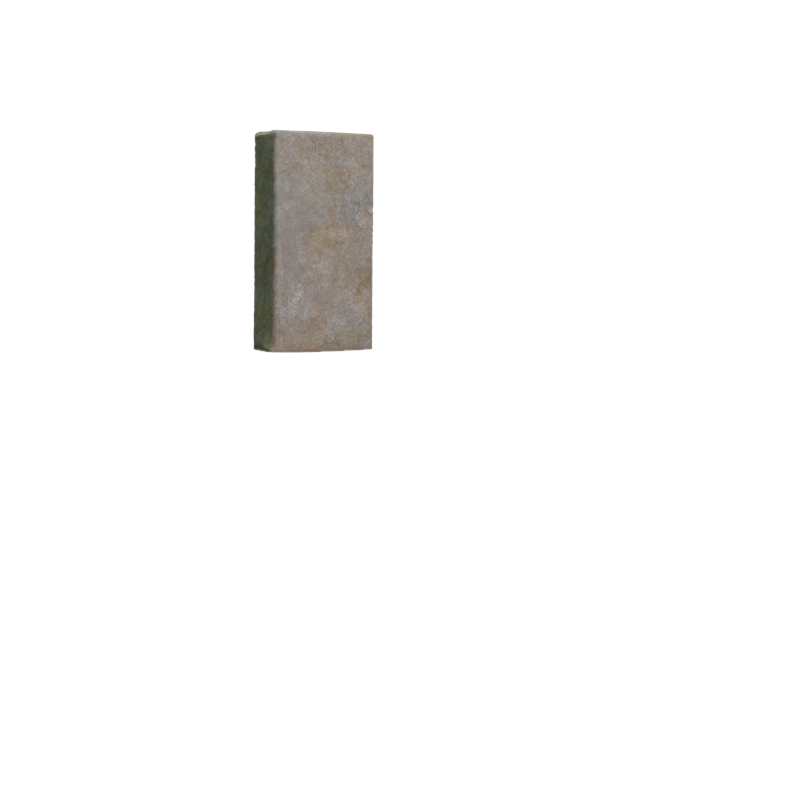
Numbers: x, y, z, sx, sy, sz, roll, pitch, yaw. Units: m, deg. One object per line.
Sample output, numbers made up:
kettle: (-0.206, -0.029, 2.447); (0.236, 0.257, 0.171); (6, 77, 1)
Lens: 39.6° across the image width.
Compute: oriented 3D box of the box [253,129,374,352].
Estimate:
box: (-0.070, -0.128, 0.897); (0.090, 0.176, 0.050); (-1, 0, -30)
